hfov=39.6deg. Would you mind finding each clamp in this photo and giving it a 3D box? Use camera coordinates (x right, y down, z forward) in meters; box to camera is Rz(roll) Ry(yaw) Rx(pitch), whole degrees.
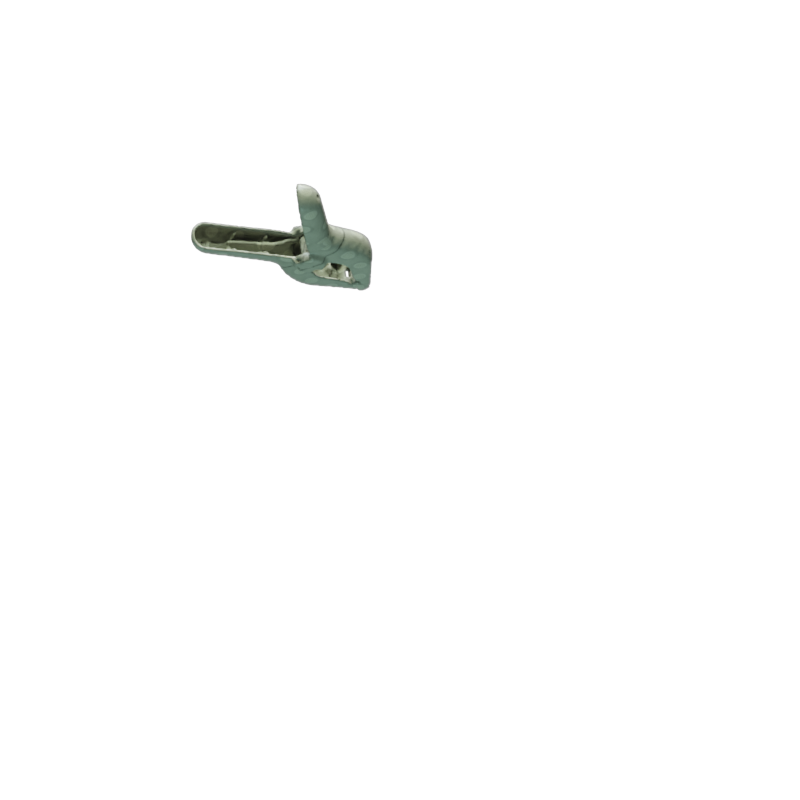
[{"bbox_3d":[-0.071,-0.129,0.906,0.122,0.041,0.162,-11,-16,43],"label":"clamp"}]
